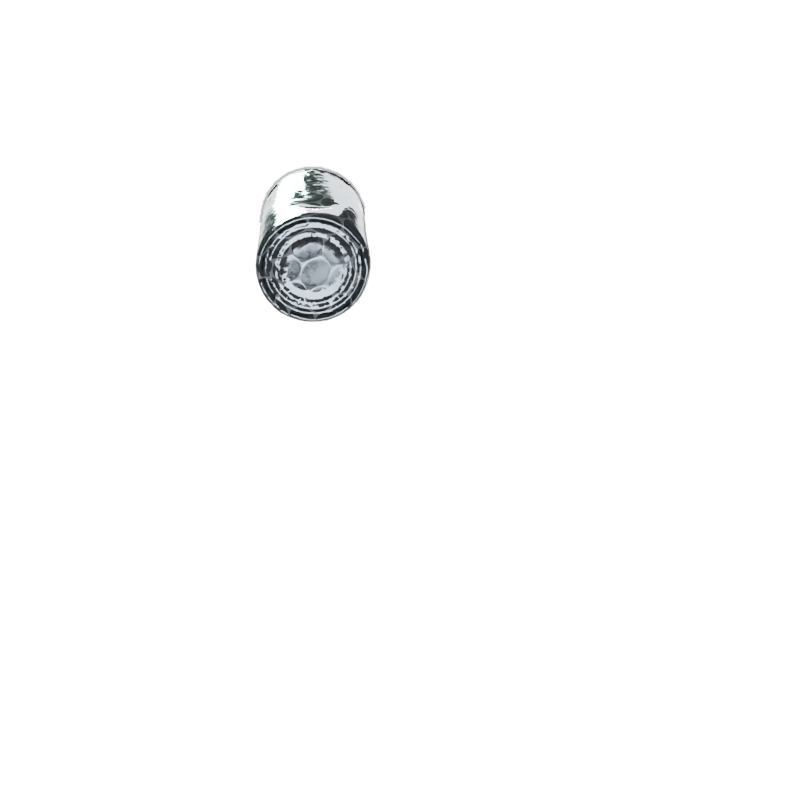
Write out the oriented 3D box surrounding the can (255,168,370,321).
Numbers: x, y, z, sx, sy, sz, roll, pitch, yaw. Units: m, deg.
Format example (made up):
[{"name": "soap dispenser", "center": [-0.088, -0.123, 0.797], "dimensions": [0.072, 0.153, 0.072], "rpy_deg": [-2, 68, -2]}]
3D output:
[{"name": "can", "center": [-0.053, -0.098, 0.683], "dimensions": [0.068, 0.065, 0.107], "rpy_deg": [0, 24, -3]}]
